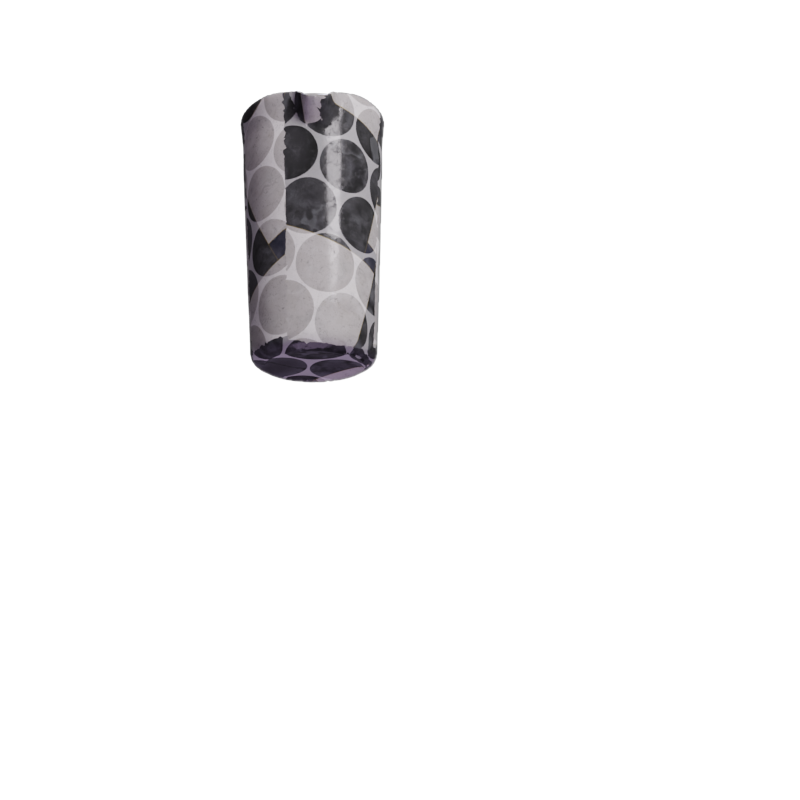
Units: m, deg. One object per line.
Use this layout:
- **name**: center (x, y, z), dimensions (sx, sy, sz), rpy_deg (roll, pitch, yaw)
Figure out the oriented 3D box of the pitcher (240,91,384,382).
- **pitcher**: center (-0.078, -0.142, 0.996), dimensions (0.147, 0.256, 0.140), rpy_deg (-18, -27, 36)
